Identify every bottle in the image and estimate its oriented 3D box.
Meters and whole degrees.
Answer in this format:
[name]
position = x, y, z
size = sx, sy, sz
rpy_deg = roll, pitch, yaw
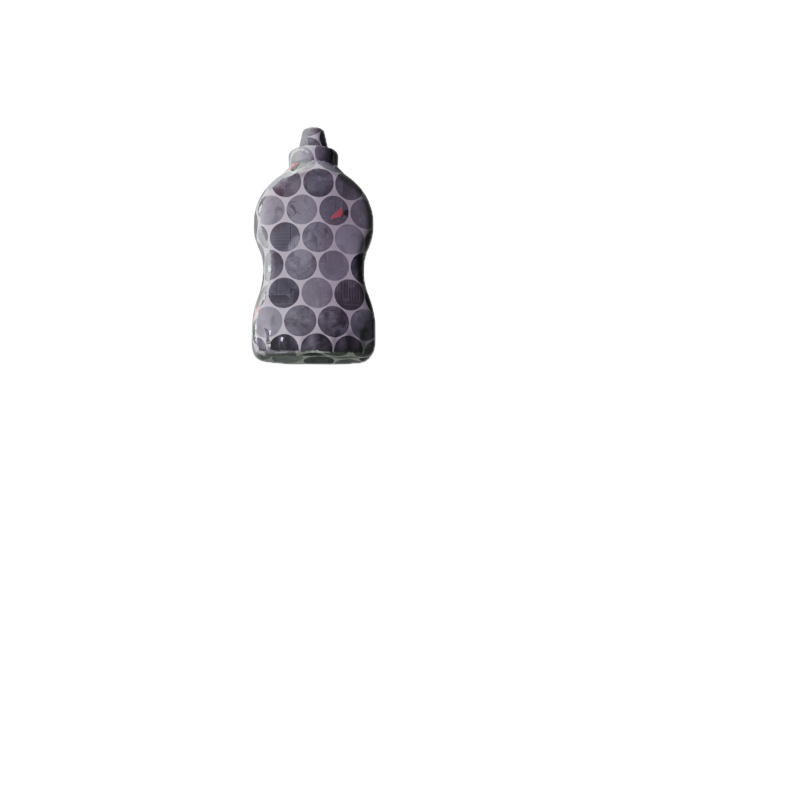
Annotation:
[bottle]
position = -0.070, -0.127, 0.888
size = 0.096, 0.199, 0.056
rpy_deg = 0, -15, -3
